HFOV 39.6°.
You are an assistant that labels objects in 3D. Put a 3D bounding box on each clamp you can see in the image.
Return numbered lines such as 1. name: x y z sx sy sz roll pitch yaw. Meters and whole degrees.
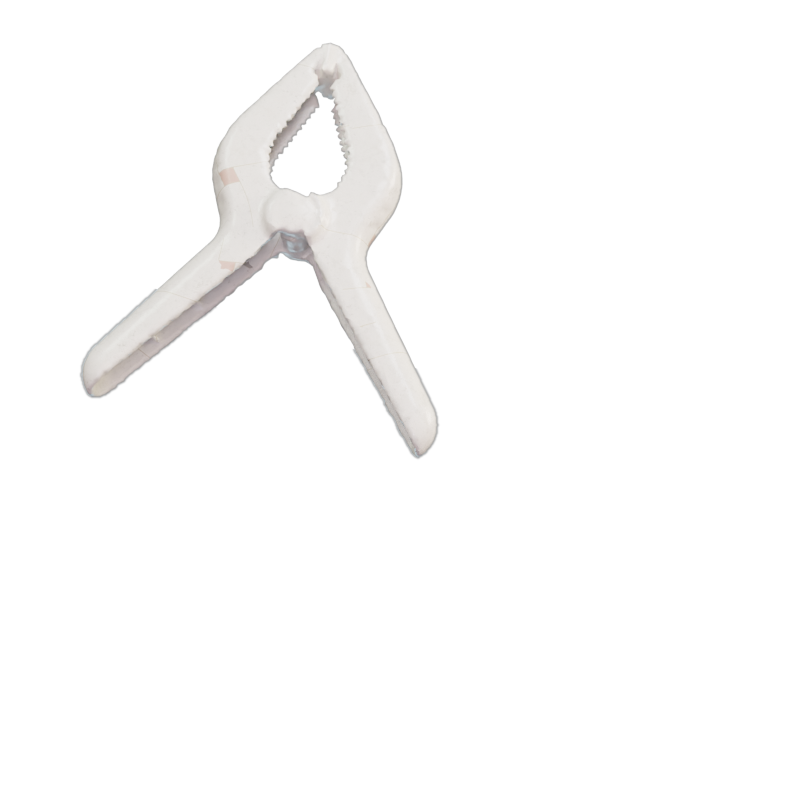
1. clamp: -0.042 -0.077 0.540 0.167 0.218 0.034 15 -22 6
